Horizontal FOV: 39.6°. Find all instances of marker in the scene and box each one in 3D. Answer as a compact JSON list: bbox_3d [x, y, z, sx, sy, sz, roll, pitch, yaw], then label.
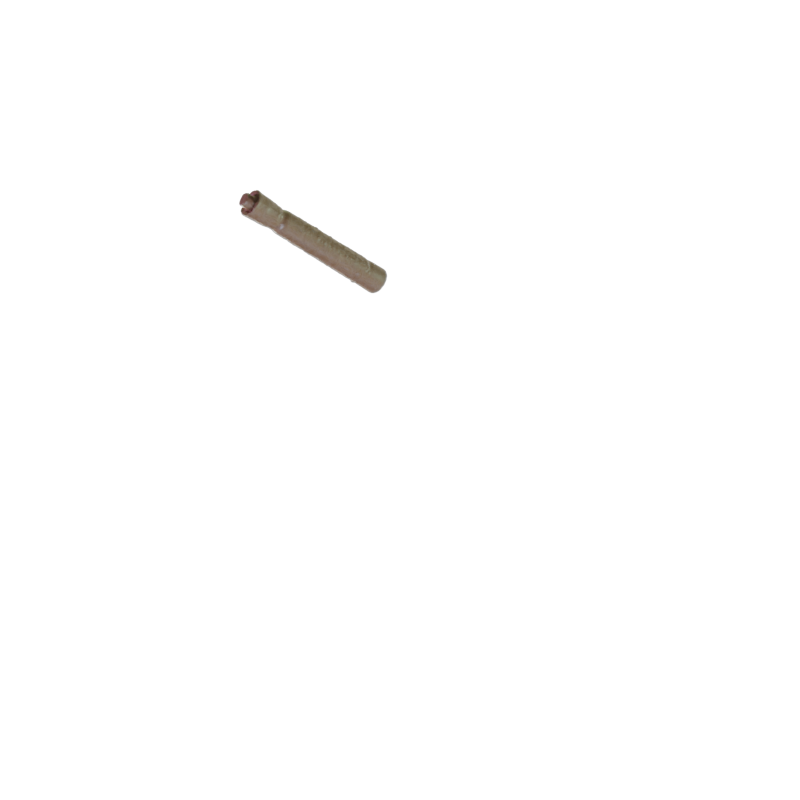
[{"bbox_3d":[-0.058,-0.105,0.737,0.114,0.020,0.020,29,-13,-32],"label":"marker"}]
